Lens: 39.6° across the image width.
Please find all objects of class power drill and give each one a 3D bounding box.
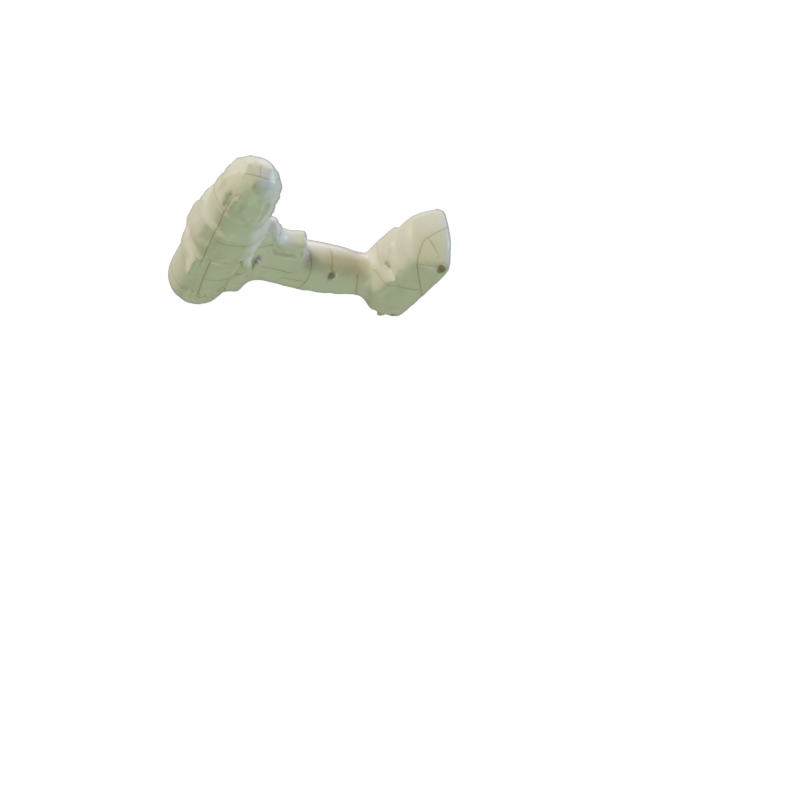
[{"bbox_3d":[-0.063,-0.114,0.801,0.182,0.060,0.181,7,-19,-20],"label":"power drill"}]
